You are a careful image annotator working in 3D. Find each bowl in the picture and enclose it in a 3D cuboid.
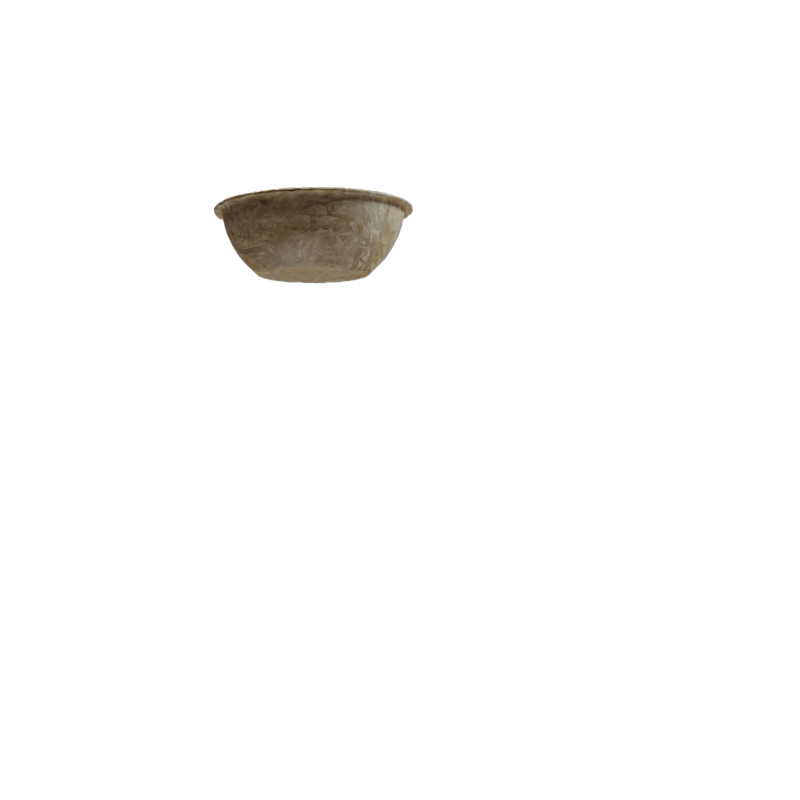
[{"bbox_3d":[-0.070,-0.128,0.893,0.162,0.056,0.160,0,-3,-2],"label":"bowl"}]
